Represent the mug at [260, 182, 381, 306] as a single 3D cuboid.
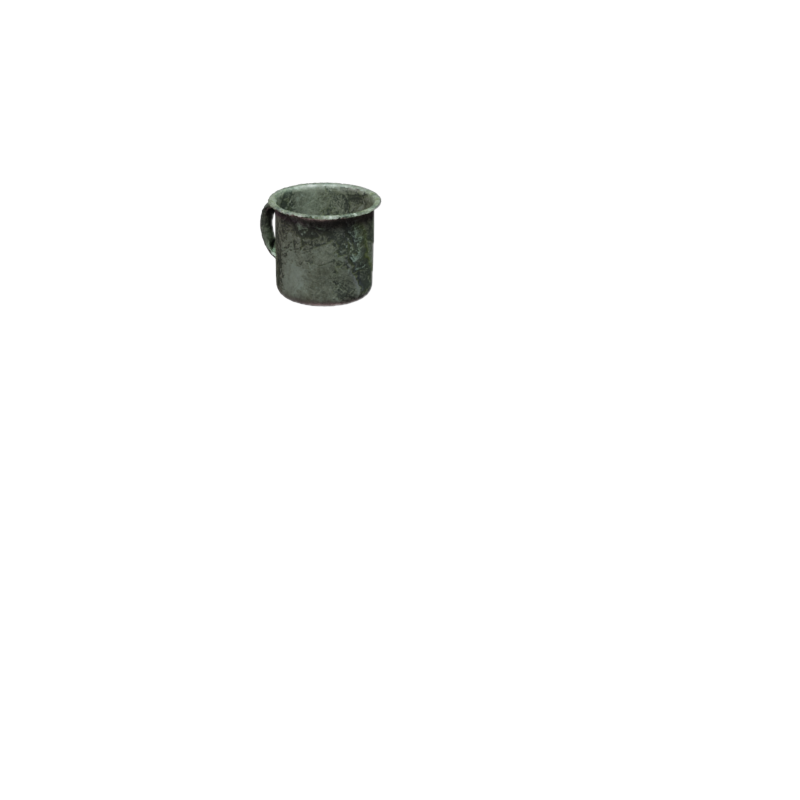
[{"bbox_3d":[-0.073,-0.133,0.929,0.124,0.078,0.093,19,30,33],"label":"mug"}]
